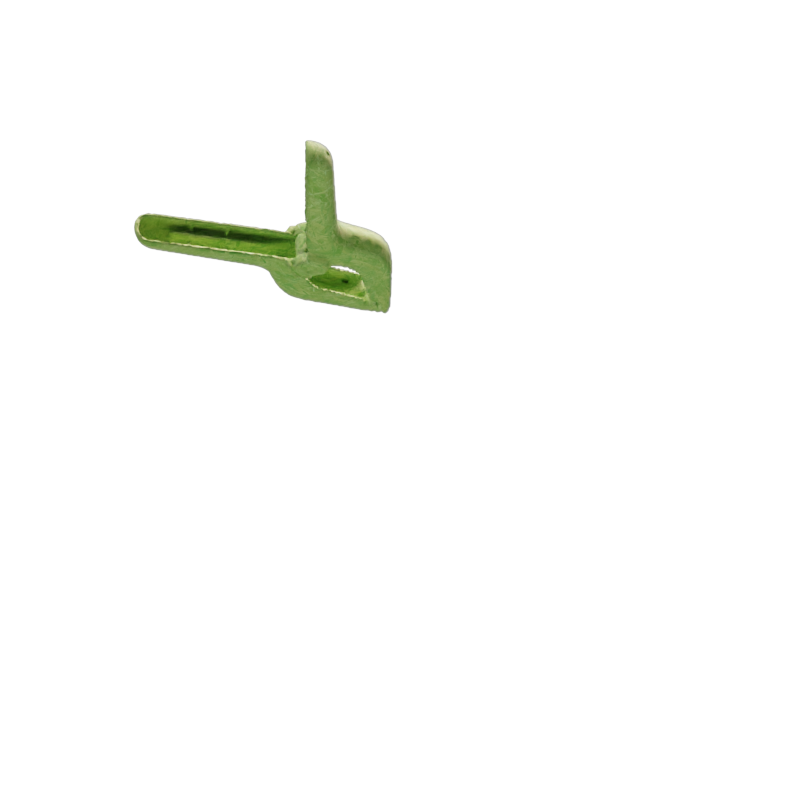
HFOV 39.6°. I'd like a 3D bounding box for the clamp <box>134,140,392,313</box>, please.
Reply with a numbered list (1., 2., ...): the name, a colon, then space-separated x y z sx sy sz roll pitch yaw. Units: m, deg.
1. clamp: -0.063 -0.115 0.805 0.166 0.038 0.197 -20 -30 38
